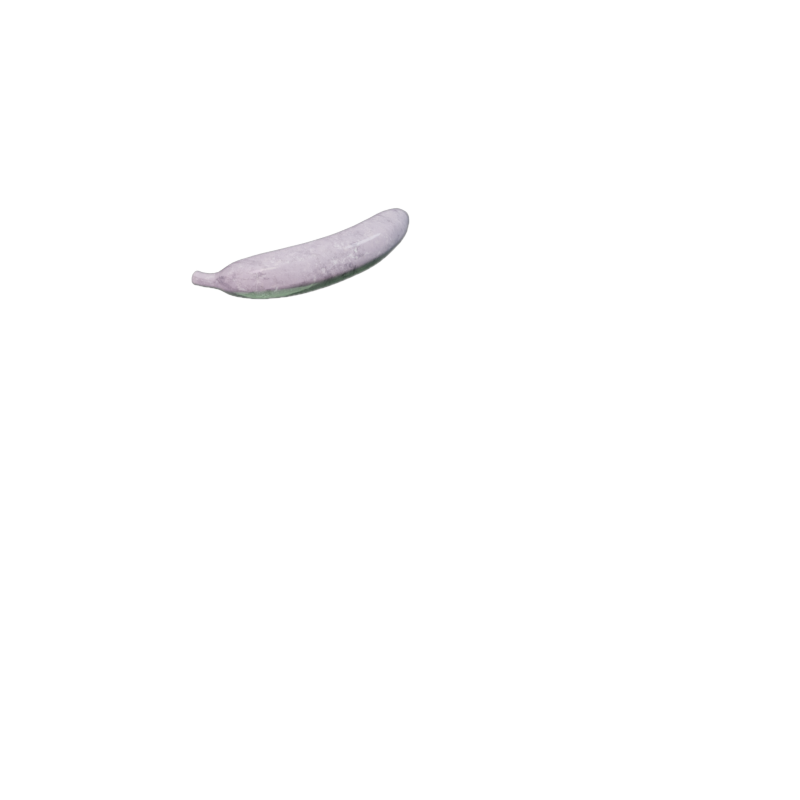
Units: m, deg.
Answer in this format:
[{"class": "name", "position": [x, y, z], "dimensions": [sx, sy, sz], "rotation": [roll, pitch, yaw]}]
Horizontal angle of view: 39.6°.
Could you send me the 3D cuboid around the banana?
[{"class": "banana", "position": [-0.063, -0.117, 0.880], "dimensions": [0.195, 0.034, 0.075], "rotation": [-19, 39, -25]}]
